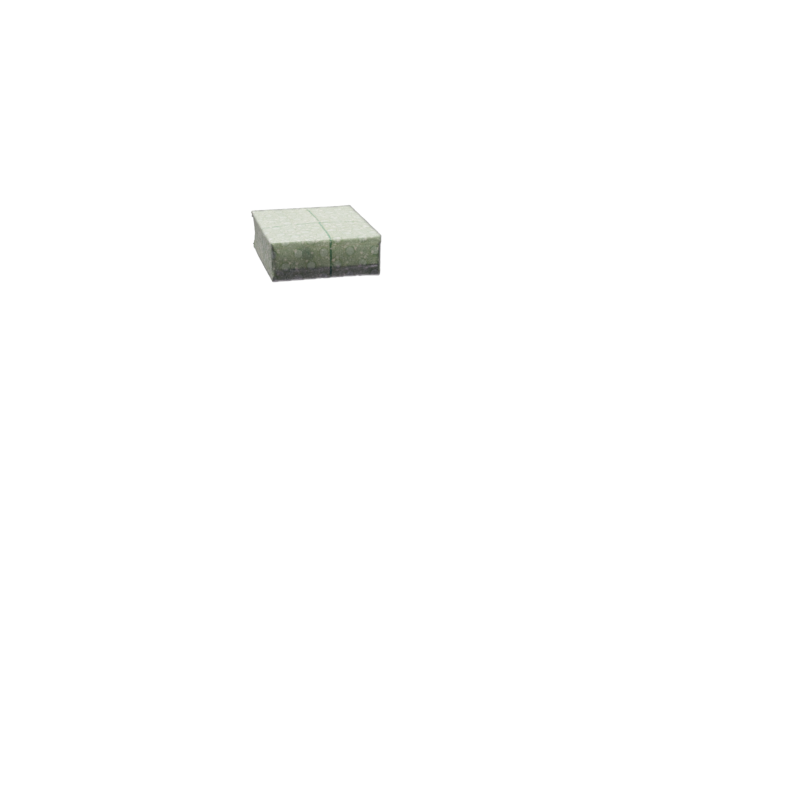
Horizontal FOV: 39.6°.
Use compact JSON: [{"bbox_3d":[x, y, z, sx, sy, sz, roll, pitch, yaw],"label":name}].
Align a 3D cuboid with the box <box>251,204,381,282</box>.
[{"bbox_3d":[-0.072,-0.132,0.924,0.088,0.037,0.120,-5,20,-13],"label":"box"}]
